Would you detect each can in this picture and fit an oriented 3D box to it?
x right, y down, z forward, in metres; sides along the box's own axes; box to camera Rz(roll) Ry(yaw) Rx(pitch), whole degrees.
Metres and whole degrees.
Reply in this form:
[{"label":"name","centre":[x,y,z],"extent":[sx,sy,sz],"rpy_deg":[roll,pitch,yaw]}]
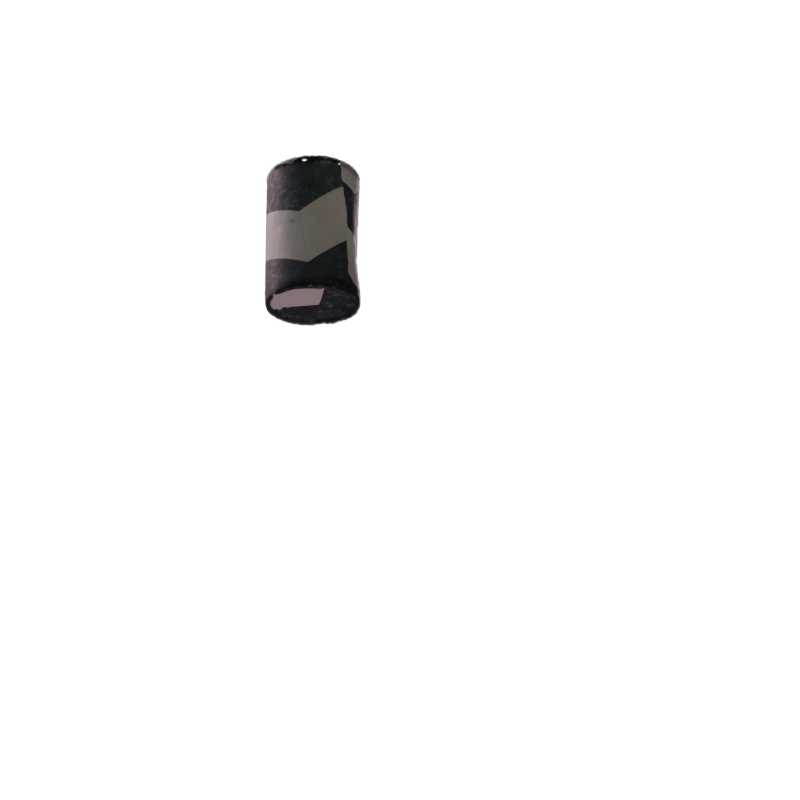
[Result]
[{"label":"can","centre":[-0.061,-0.112,0.781],"extent":[0.068,0.108,0.065],"rpy_deg":[0,-25,-2]}]
